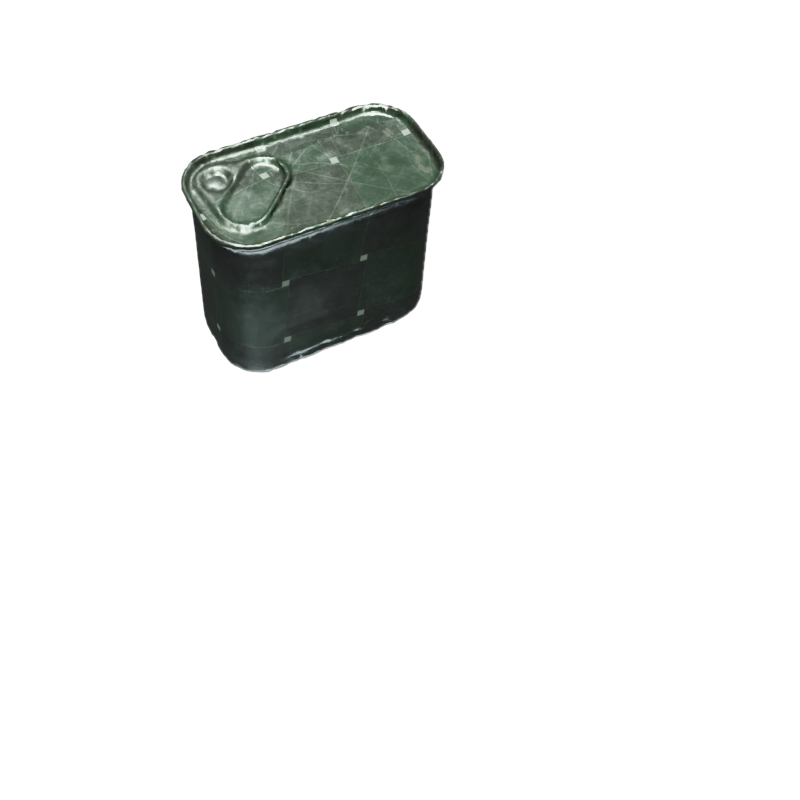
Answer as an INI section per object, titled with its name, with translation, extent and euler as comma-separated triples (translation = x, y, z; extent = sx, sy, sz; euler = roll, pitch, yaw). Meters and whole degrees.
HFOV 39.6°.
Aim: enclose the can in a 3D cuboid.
[can]
translation = -0.037, -0.067, 0.467
extent = 0.101, 0.062, 0.078
euler = -21, -35, -18
